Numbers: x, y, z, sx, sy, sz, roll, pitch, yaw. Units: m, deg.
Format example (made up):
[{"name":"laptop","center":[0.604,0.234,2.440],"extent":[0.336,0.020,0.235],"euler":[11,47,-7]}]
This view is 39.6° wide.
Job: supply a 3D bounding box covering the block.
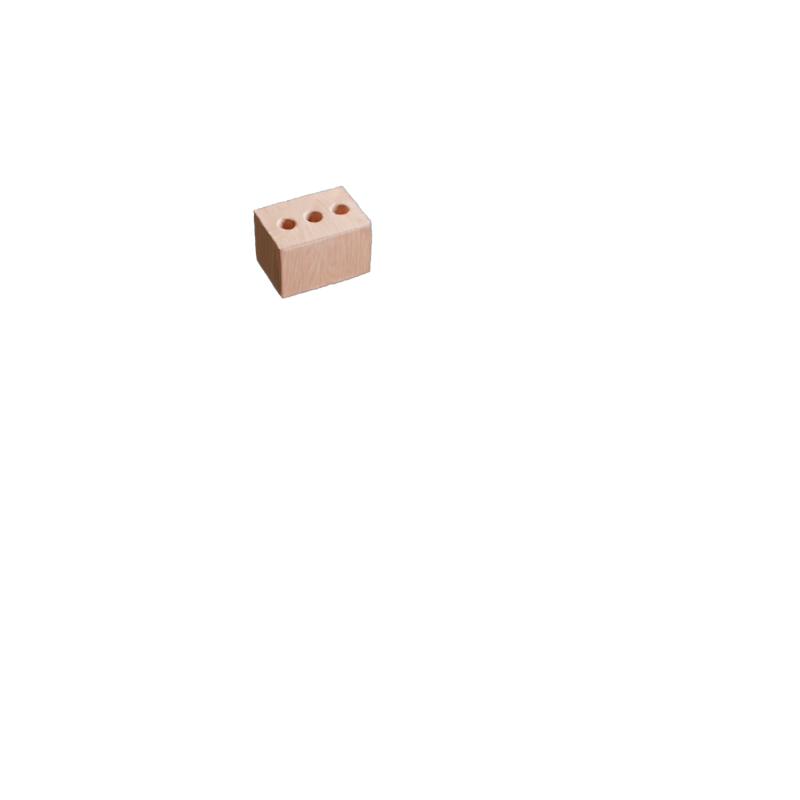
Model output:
[{"name":"block","center":[-0.066,-0.121,0.847],"extent":[0.077,0.048,0.057],"euler":[-19,47,-20]}]
